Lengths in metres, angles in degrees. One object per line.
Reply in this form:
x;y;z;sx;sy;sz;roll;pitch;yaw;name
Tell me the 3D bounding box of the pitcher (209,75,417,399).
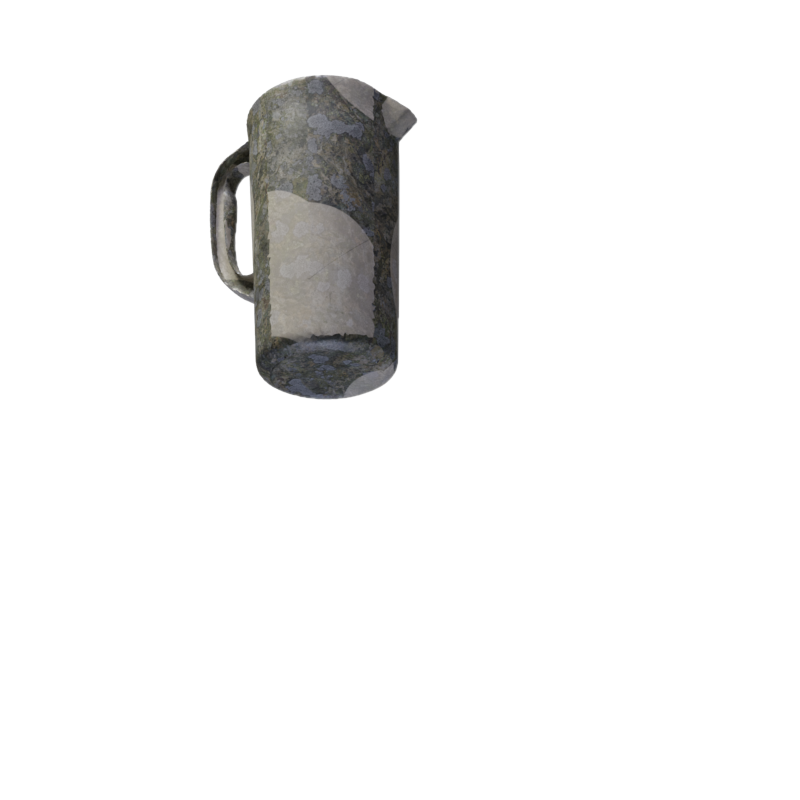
-0.070;-0.128;0.897;0.140;0.258;0.145;10;-31;-20;pitcher
